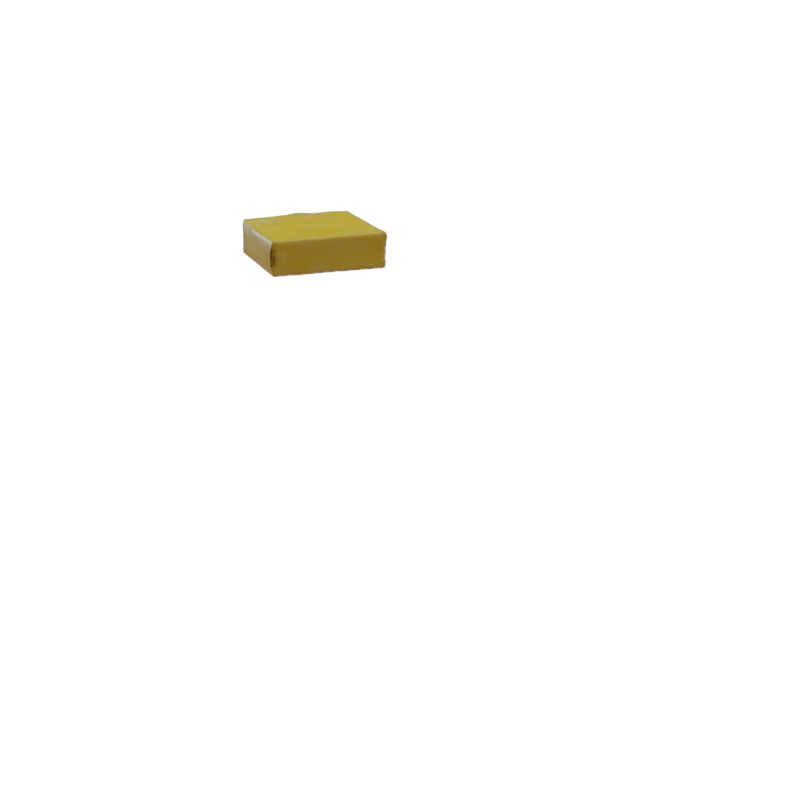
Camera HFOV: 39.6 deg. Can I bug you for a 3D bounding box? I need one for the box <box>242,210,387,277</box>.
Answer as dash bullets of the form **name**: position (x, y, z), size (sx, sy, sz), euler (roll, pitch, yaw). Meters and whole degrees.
- **box**: position (-0.064, -0.117, 0.818), size (0.087, 0.029, 0.078), euler (-8, 22, -20)
